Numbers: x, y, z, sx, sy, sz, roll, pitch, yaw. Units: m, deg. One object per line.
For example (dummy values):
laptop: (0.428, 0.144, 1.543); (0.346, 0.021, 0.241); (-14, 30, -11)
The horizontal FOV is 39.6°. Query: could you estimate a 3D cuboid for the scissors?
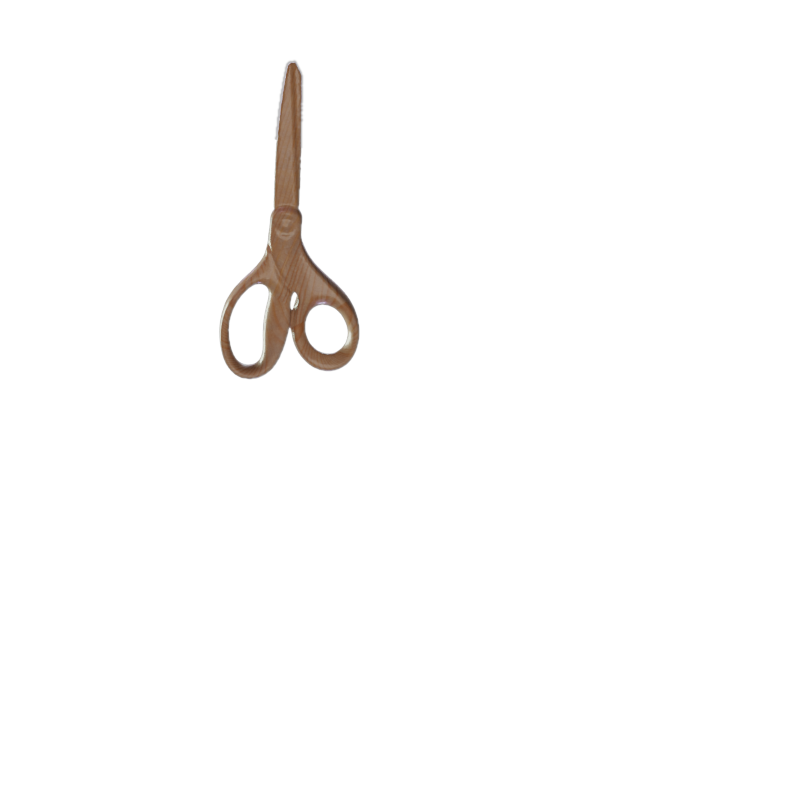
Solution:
scissors: (-0.052, -0.096, 0.670); (0.095, 0.194, 0.017); (19, 22, -8)
